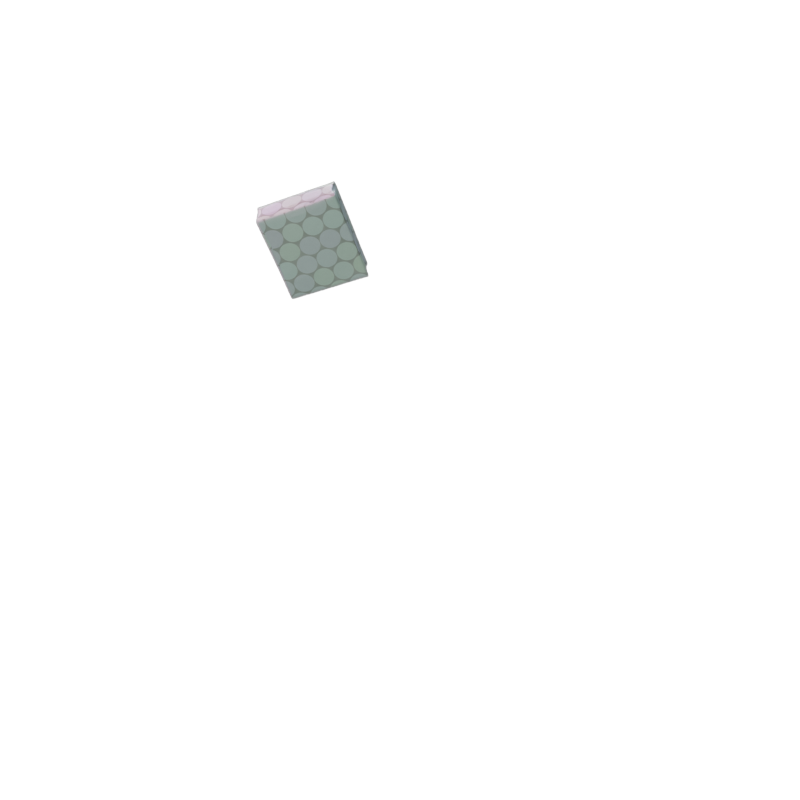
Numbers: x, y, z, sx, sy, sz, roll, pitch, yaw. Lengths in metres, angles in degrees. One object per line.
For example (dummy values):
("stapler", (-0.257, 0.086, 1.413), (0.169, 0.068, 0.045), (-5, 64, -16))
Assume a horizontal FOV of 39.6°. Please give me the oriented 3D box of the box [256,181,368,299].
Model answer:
("box", (-0.076, -0.139, 0.972), (0.073, 0.083, 0.032), (-17, 31, 10))
